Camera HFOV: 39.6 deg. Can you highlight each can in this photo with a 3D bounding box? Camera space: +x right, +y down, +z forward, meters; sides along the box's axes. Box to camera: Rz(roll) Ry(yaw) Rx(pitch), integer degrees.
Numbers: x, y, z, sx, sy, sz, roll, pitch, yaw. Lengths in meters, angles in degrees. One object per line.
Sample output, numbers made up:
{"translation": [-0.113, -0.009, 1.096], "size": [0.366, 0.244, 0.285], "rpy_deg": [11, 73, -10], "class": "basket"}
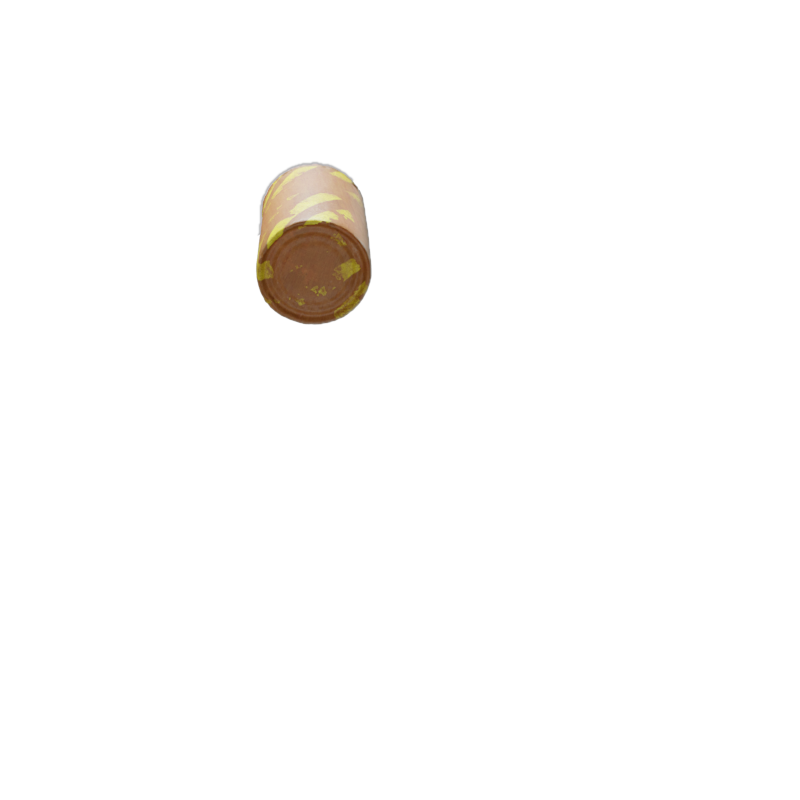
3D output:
{"translation": [-0.053, -0.097, 0.676], "size": [0.068, 0.065, 0.108], "rpy_deg": [0, 27, -3], "class": "can"}
